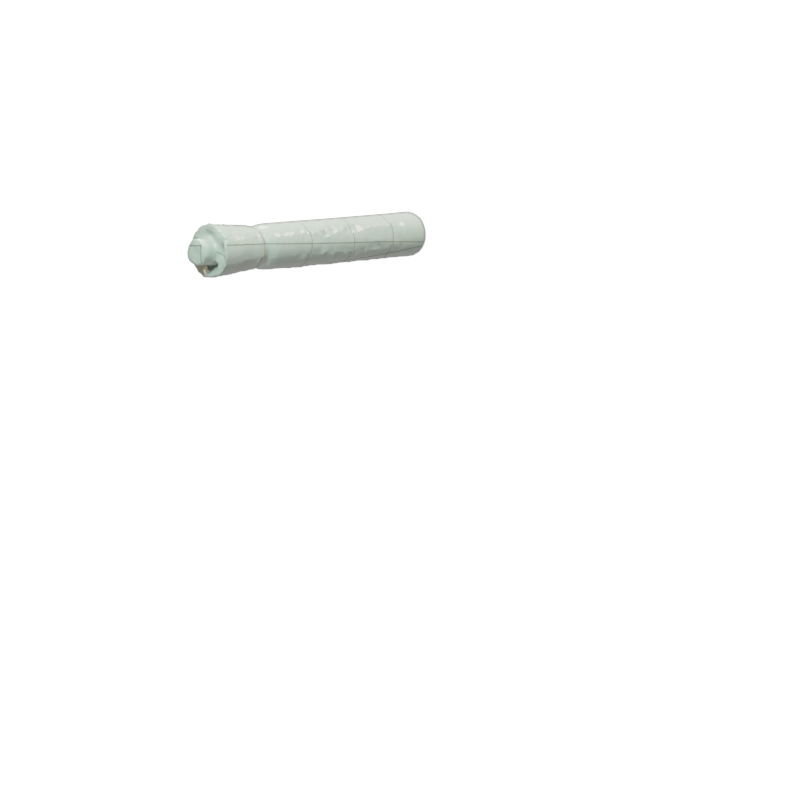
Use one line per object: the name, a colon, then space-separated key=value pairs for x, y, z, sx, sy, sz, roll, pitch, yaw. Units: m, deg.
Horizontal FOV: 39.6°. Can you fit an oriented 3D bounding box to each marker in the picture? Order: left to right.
marker: x=-0.033 y=-0.061 z=0.424 sx=0.021 sy=0.019 sz=0.118 roll=3 pitch=12 yaw=39
